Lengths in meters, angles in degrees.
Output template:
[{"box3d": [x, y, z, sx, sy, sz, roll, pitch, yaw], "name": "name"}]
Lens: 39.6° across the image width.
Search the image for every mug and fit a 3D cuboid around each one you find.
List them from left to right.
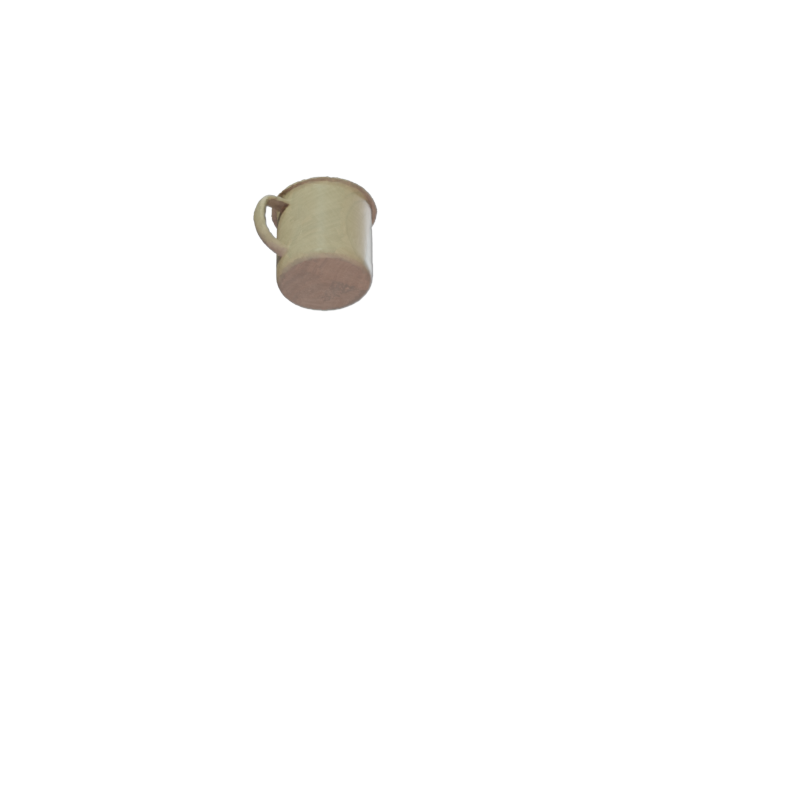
[{"box3d": [-0.074, -0.135, 0.943, 0.110, 0.087, 0.092, 26, -45, -32], "name": "mug"}]
